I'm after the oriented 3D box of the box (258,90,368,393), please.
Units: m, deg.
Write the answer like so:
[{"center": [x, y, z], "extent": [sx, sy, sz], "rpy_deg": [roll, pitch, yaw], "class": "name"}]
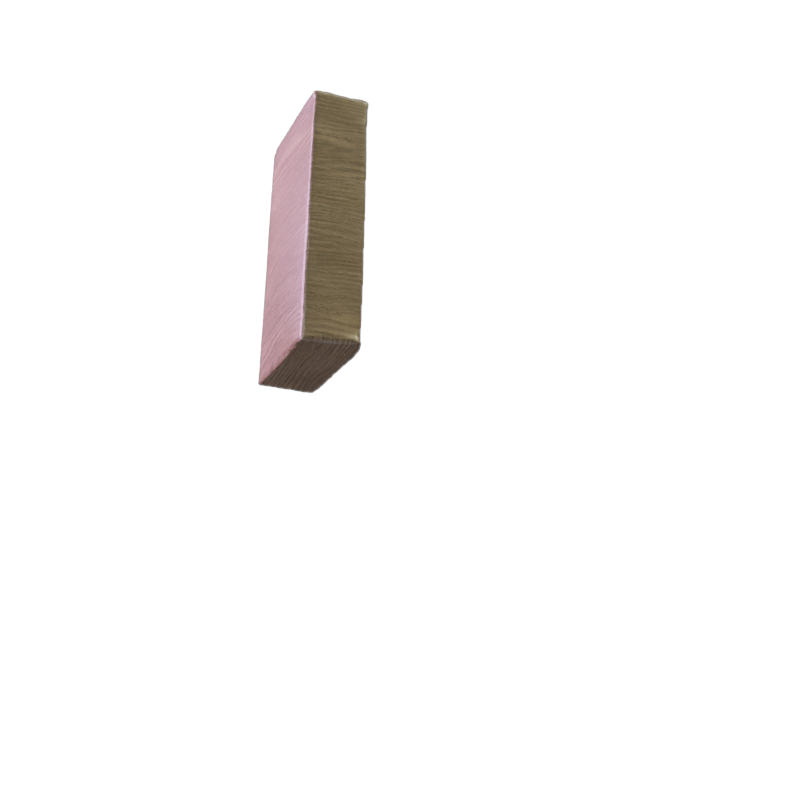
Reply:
[{"center": [-0.057, -0.104, 0.726], "extent": [0.047, 0.186, 0.091], "rpy_deg": [8, -26, -21], "class": "box"}]
